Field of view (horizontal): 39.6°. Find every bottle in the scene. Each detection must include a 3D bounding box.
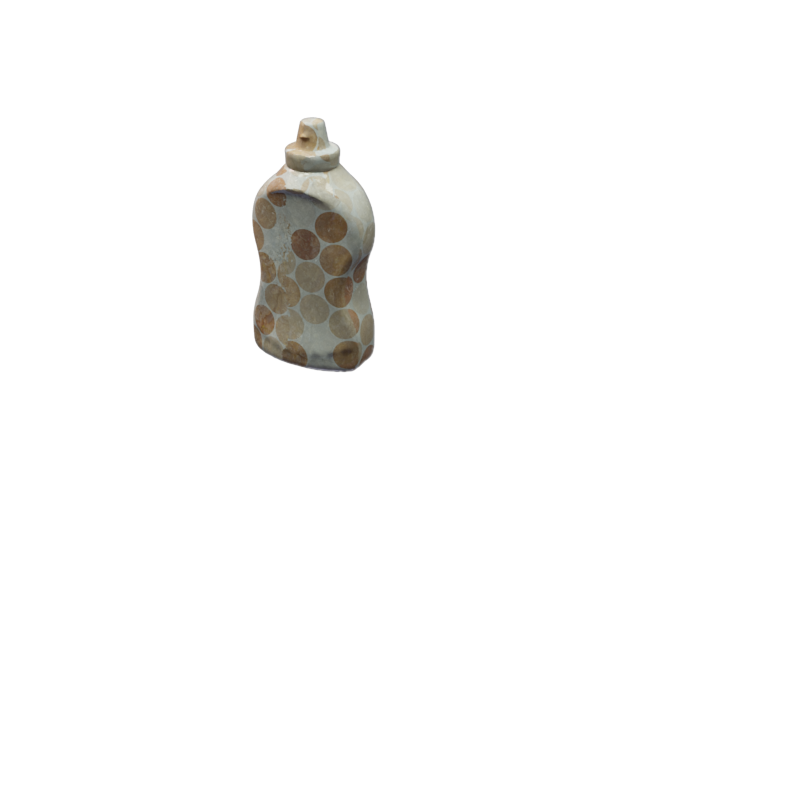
[{"bbox_3d":[-0.066,-0.120,0.843,0.100,0.182,0.059,15,27,27],"label":"bottle"}]
